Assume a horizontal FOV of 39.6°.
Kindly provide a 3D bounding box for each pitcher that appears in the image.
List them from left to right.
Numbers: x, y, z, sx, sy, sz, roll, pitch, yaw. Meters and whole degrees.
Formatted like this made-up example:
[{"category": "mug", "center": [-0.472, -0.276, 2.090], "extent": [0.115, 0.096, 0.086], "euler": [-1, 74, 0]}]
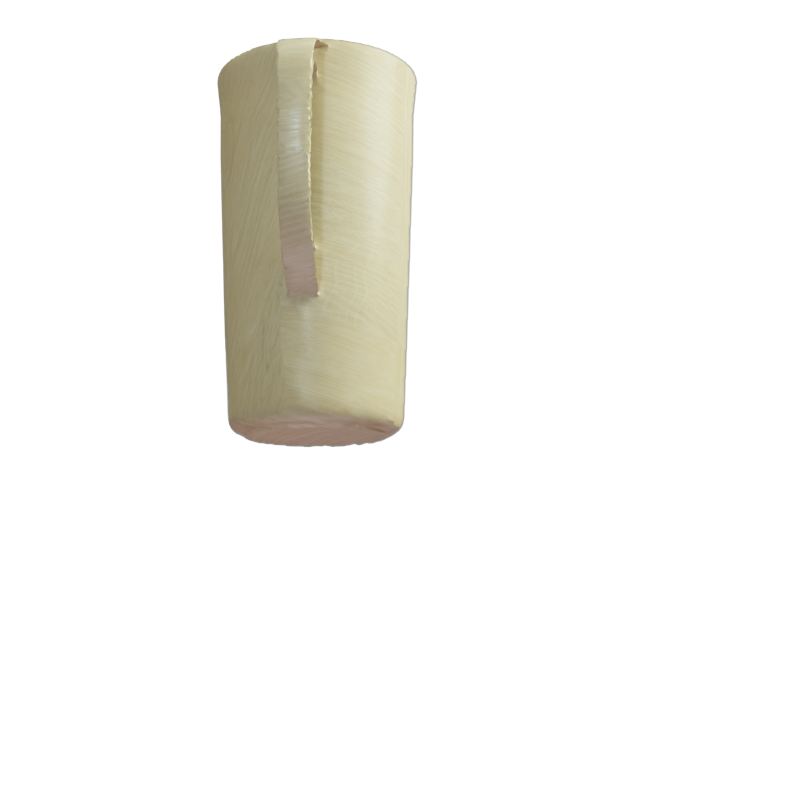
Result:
[{"category": "pitcher", "center": [-0.055, -0.100, 0.700], "extent": [0.141, 0.253, 0.147], "euler": [12, -20, -40]}]
